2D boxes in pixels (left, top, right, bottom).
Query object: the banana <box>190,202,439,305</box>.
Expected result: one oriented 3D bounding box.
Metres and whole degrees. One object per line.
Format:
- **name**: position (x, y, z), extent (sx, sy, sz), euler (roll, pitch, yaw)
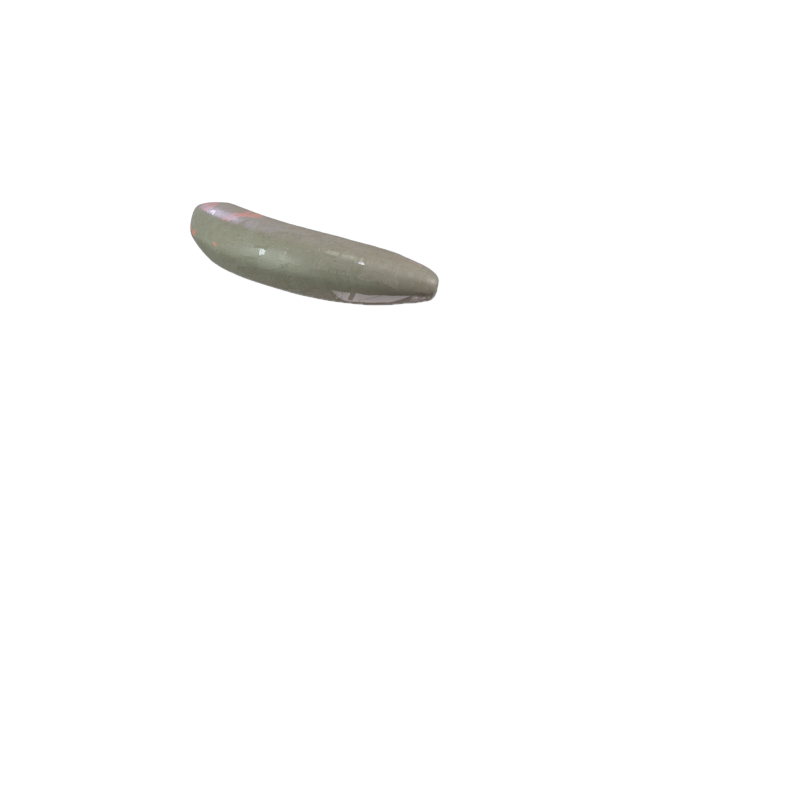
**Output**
- **banana**: position (-0.068, -0.090, 0.648), extent (0.068, 0.035, 0.211), euler (-18, 30, -36)
